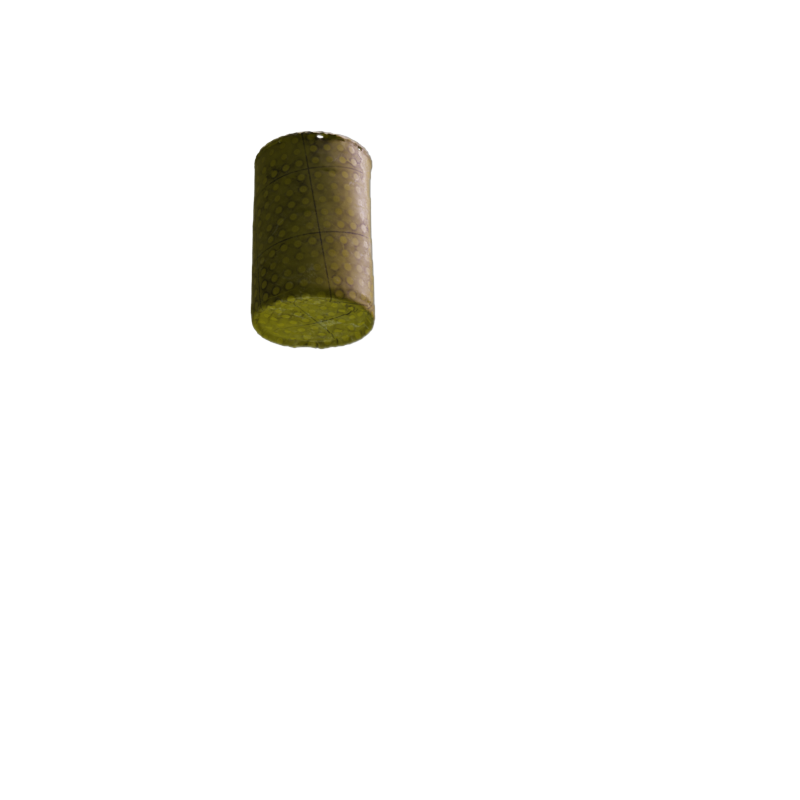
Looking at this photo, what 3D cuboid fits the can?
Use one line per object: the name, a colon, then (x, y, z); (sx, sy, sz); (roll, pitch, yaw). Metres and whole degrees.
can: (-0.048, -0.087, 0.611); (0.068, 0.108, 0.065); (0, -26, -2)
